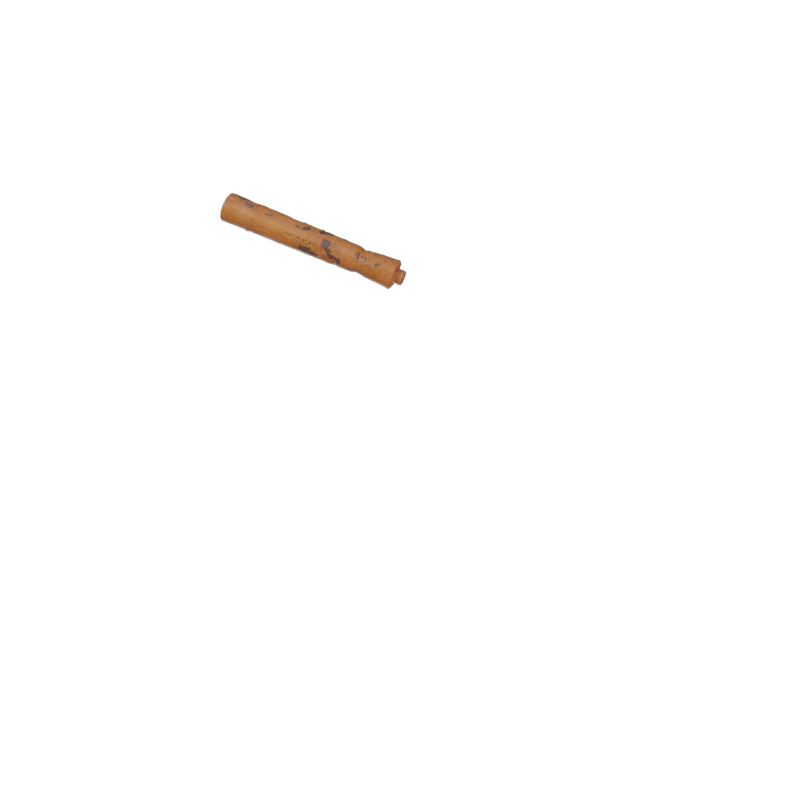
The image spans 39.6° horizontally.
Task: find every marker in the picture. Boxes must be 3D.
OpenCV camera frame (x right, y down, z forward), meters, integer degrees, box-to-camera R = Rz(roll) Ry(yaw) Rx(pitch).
[{"bbox_3d":[-0.053,-0.097,0.682,0.124,0.019,0.019,24,8,12],"label":"marker"}]
